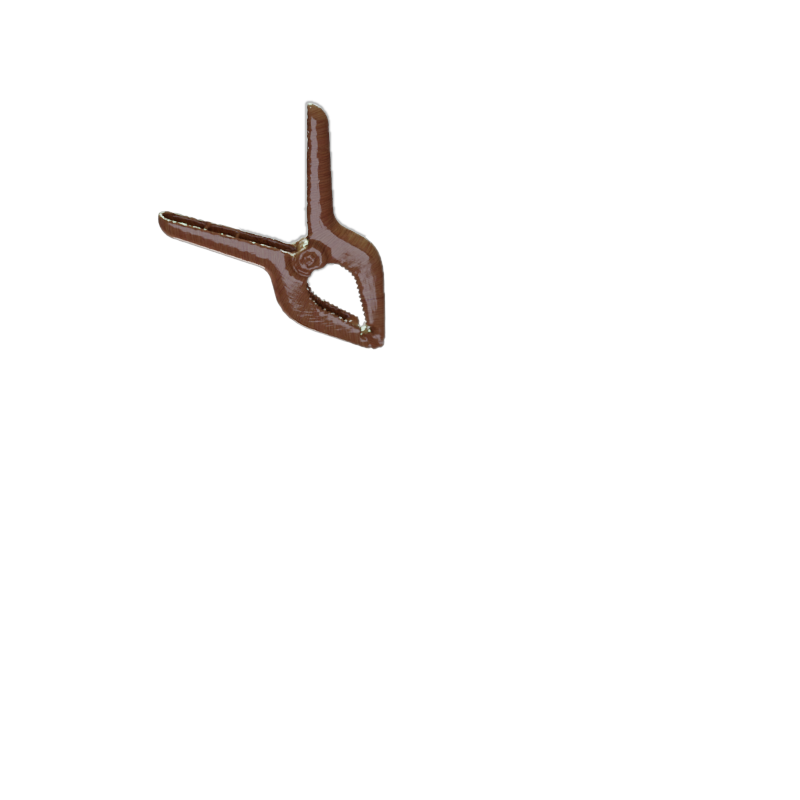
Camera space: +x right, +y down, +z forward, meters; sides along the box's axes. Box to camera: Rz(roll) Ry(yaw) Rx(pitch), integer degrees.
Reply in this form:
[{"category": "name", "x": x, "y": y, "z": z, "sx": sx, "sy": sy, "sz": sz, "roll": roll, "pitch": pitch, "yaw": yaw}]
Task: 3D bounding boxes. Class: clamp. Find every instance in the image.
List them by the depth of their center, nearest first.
[{"category": "clamp", "x": -0.072, "y": -0.131, "z": 0.914, "sx": 0.163, "sy": 0.202, "sz": 0.038, "roll": -41, "pitch": 16, "yaw": 14}]
